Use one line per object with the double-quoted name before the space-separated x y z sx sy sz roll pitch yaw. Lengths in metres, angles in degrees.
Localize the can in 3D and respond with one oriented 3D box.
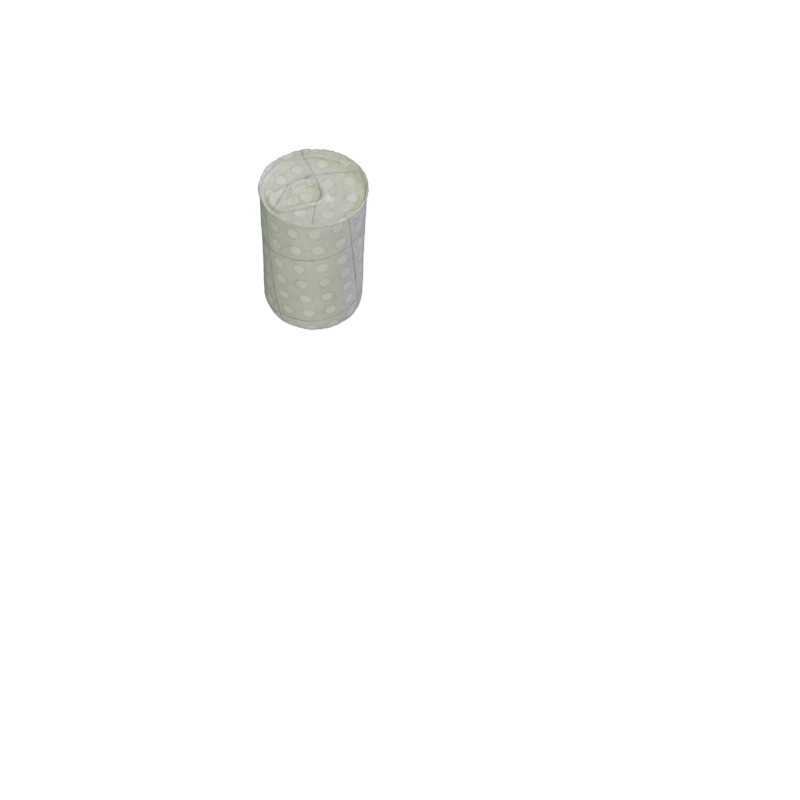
"can" -0.056 -0.102 0.715 0.068 0.073 0.095 0 -38 -3
